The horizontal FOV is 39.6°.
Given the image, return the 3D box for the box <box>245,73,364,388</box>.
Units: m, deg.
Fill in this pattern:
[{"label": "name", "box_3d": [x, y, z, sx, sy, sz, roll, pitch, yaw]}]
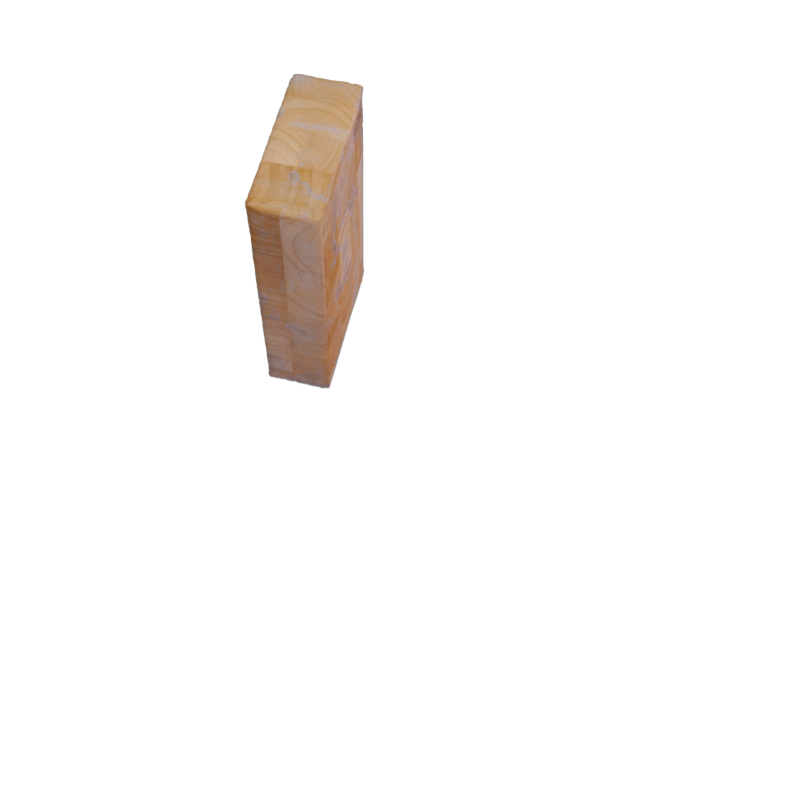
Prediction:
[{"label": "box", "box_3d": [-0.049, -0.089, 0.627, 0.048, 0.098, 0.166, 13, -29, 3]}]
